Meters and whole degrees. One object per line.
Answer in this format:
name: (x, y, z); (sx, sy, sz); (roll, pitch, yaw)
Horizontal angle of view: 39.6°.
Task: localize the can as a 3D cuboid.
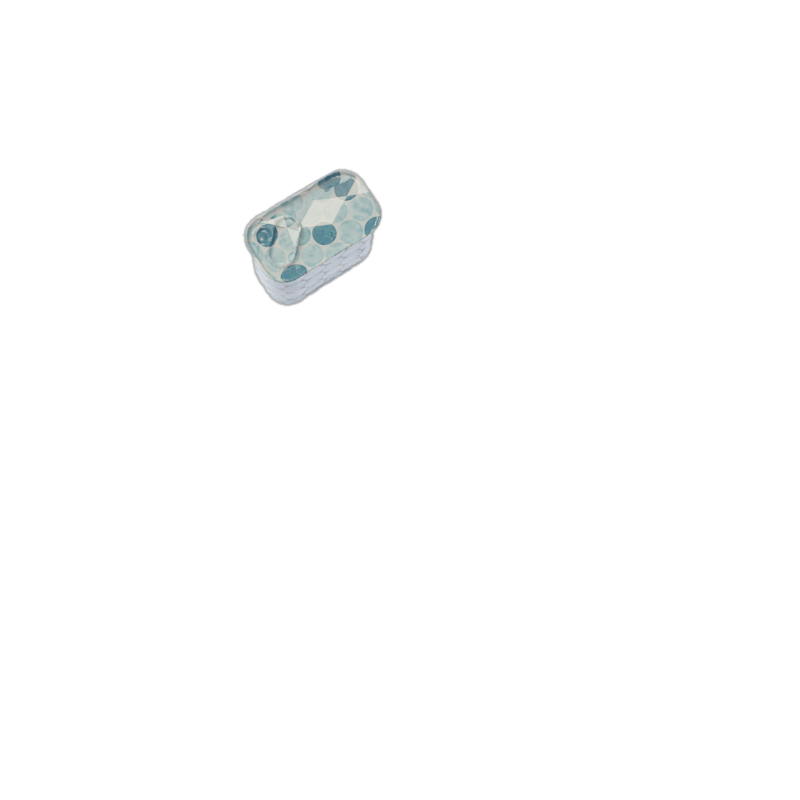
can: (-0.068, -0.124, 0.867); (0.102, 0.059, 0.081); (-33, -9, -9)
